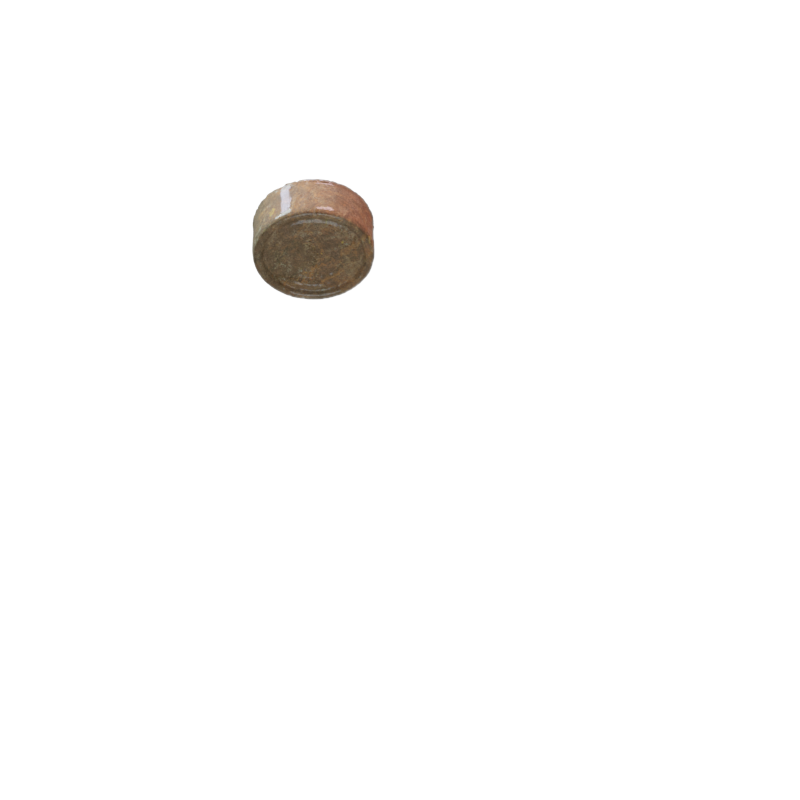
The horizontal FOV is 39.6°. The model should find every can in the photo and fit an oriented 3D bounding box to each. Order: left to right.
[{"bbox_3d":[-0.060,-0.110,0.772,0.086,0.036,0.080,1,-44,-1],"label":"can"}]
